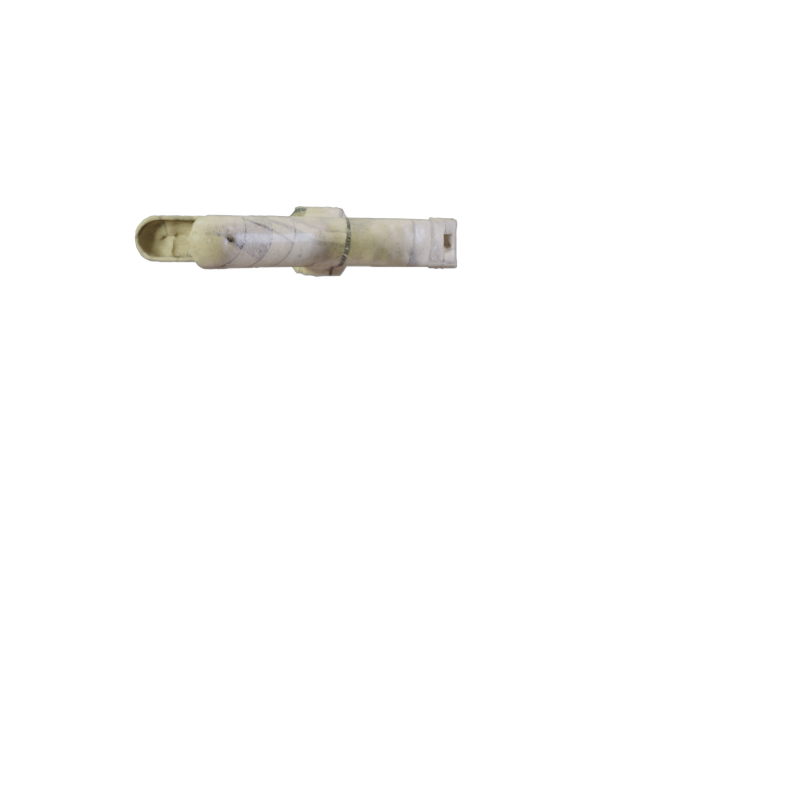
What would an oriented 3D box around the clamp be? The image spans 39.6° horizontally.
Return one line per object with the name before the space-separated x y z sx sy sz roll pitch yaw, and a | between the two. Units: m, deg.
clamp | -0.044 -0.080 0.561 0.168 0.038 0.125 -4 15 -15
